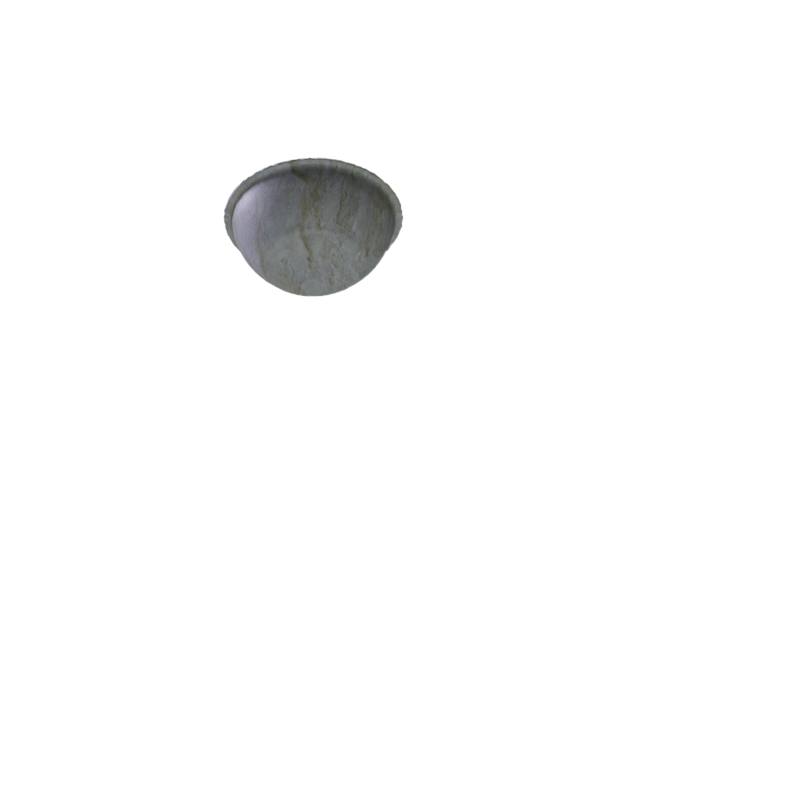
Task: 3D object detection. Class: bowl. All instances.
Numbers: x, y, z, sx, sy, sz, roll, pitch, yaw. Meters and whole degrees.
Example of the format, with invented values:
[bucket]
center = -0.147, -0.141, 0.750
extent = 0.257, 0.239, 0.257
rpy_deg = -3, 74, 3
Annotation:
[bowl]
center = -0.077, -0.141, 0.987
extent = 0.162, 0.059, 0.151
rpy_deg = 1, -36, -2
